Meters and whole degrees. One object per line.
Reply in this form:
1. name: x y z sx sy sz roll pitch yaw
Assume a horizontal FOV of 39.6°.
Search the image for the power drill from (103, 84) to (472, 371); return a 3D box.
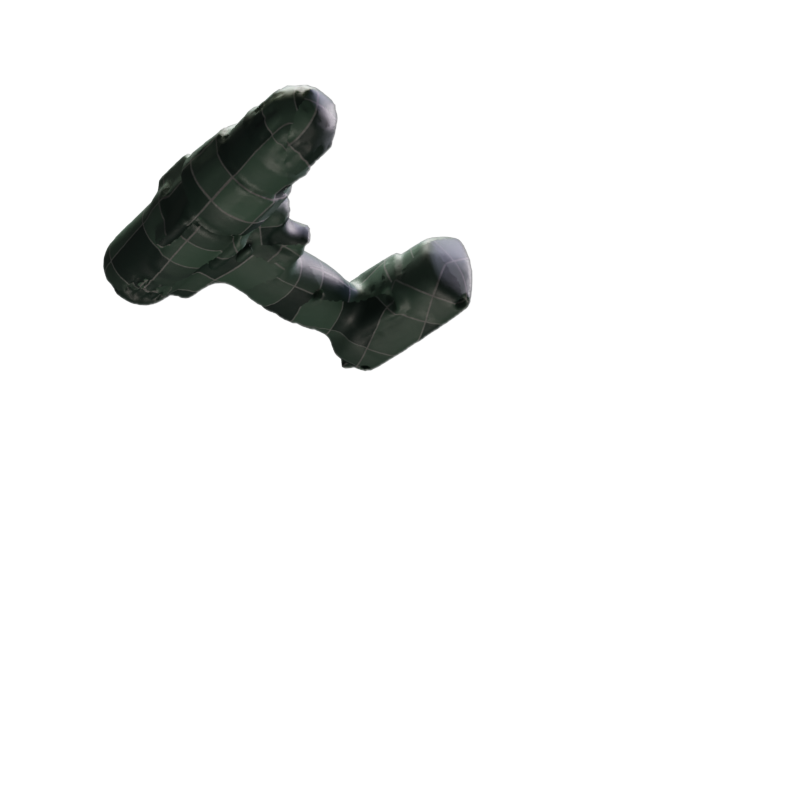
1. power drill: -0.050 -0.090 0.633 0.177 0.061 0.183 24 -39 -34
